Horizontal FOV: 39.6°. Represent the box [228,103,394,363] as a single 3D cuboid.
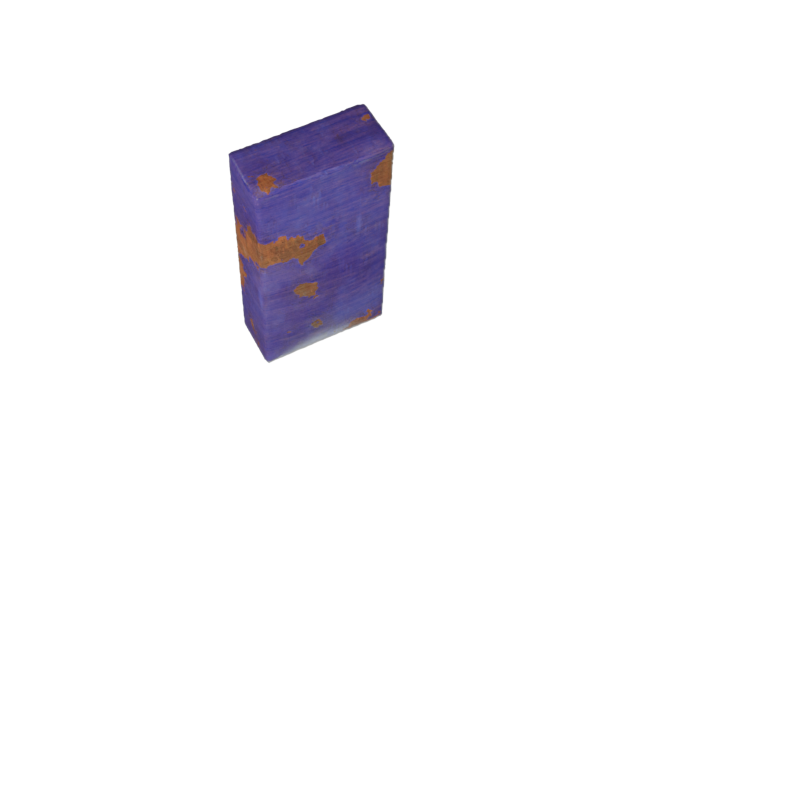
[{"bbox_3d":[-0.055,-0.101,0.708,0.093,0.051,0.165,-24,-26,-17],"label":"box"}]
